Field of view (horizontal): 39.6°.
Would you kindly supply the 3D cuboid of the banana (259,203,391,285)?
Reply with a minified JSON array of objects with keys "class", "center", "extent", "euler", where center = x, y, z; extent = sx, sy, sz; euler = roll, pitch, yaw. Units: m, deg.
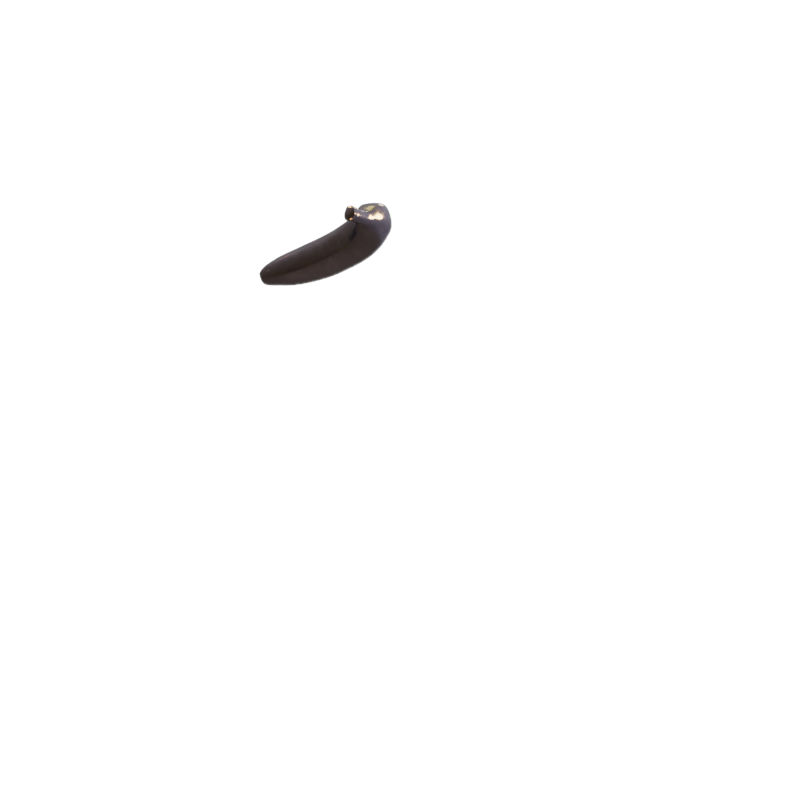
[{"class":"banana","center":[-0.059,-0.140,0.992],"extent":[0.067,0.038,0.197],"euler":[8,-16,-27]}]
